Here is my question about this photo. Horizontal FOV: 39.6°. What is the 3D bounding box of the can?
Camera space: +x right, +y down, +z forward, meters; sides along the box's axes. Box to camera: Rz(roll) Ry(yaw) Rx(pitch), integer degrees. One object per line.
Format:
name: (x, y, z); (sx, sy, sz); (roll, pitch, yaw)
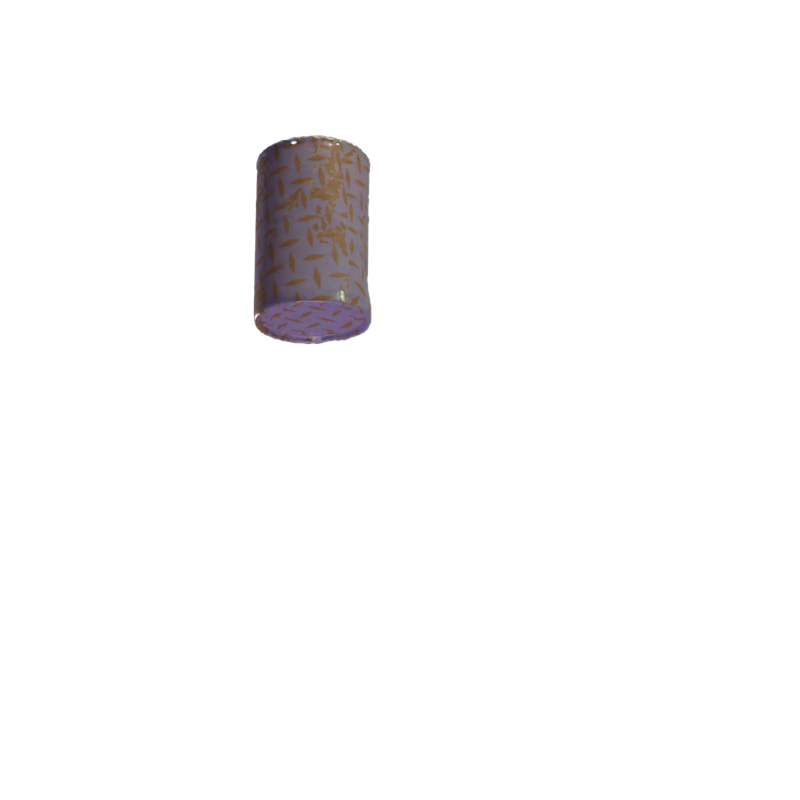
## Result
can: (-0.050, -0.091, 0.637); (0.068, 0.108, 0.065); (0, -23, -2)
